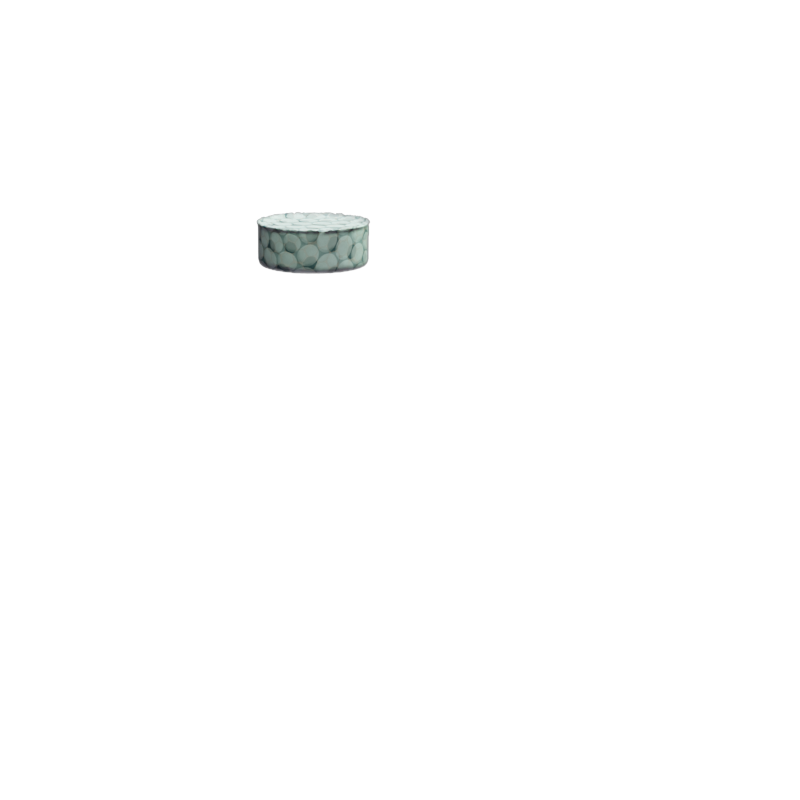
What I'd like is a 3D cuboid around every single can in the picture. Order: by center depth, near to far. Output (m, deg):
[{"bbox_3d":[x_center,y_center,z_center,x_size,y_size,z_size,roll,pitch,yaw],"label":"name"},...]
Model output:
[{"bbox_3d":[-0.066,-0.120,0.843,0.086,0.032,0.089,-1,17,-2],"label":"can"}]
